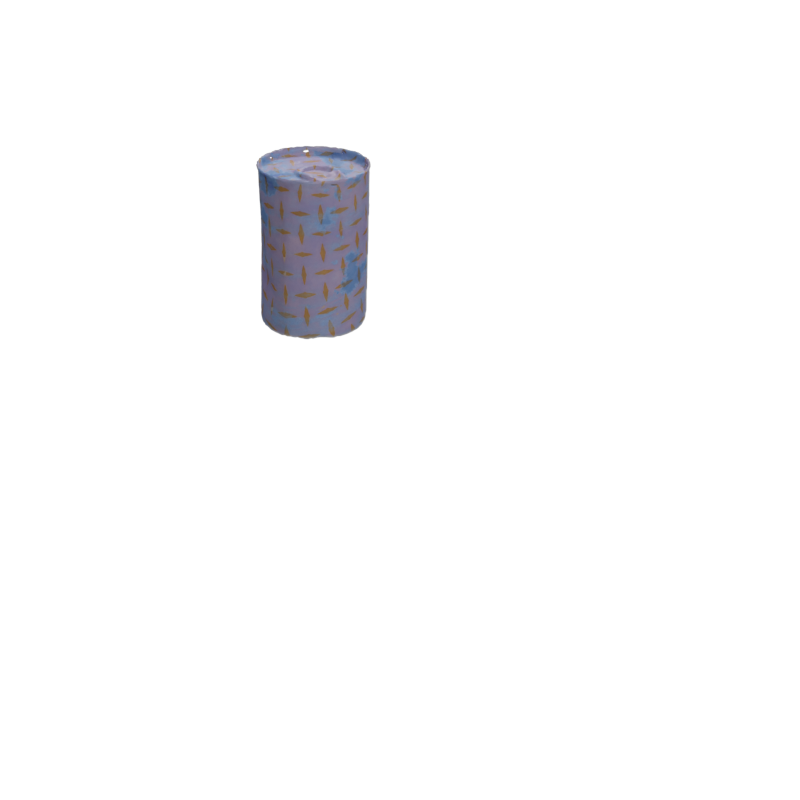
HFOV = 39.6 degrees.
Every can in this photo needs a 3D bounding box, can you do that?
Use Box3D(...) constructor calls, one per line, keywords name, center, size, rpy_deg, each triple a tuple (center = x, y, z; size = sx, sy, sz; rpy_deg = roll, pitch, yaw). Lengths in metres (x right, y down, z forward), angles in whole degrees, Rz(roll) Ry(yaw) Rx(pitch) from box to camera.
Box3D(name="can", center=(-0.053, -0.097, 0.677), size=(0.068, 0.097, 0.072), rpy_deg=(0, 25, -2))
